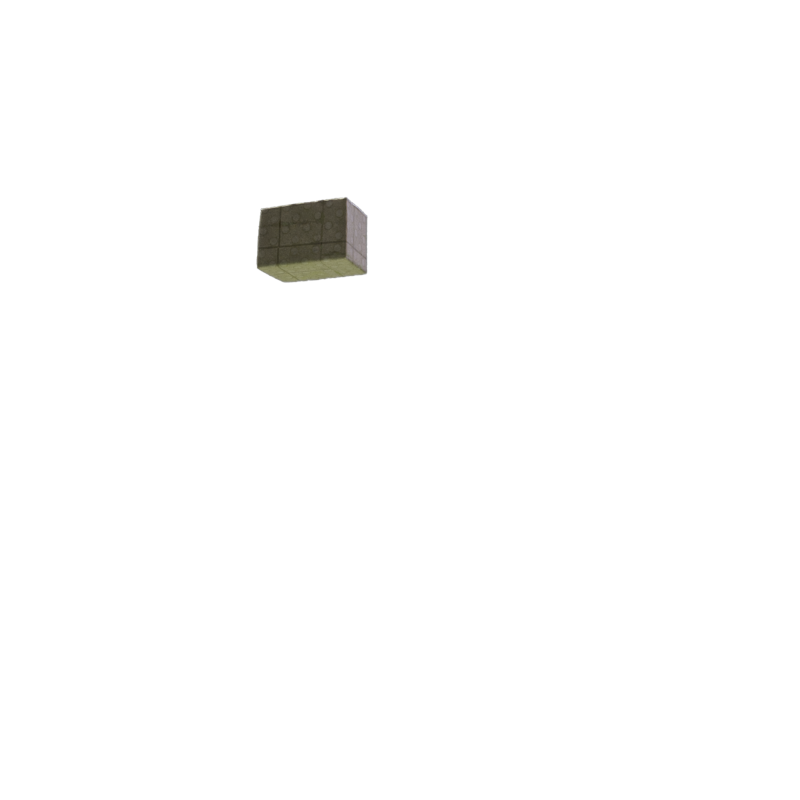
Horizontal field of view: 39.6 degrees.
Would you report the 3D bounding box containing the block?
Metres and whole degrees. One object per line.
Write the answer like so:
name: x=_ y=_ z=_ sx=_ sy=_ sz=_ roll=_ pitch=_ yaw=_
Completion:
block: x=-0.070 y=-0.128 z=0.900 sx=0.080 sy=0.053 sz=0.050 roll=-5 pitch=-14 yaw=20
